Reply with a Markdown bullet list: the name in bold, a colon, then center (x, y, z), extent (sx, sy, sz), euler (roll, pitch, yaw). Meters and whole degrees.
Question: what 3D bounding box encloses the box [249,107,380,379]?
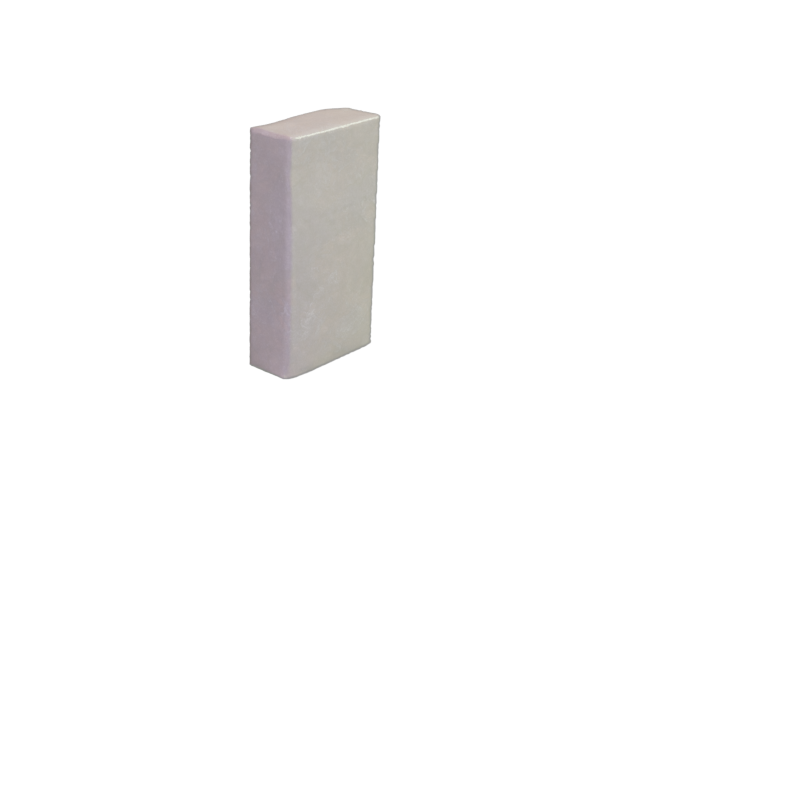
- **box**: center (-0.061, -0.111, 0.775), extent (0.051, 0.168, 0.092), euler (17, 26, 37)
